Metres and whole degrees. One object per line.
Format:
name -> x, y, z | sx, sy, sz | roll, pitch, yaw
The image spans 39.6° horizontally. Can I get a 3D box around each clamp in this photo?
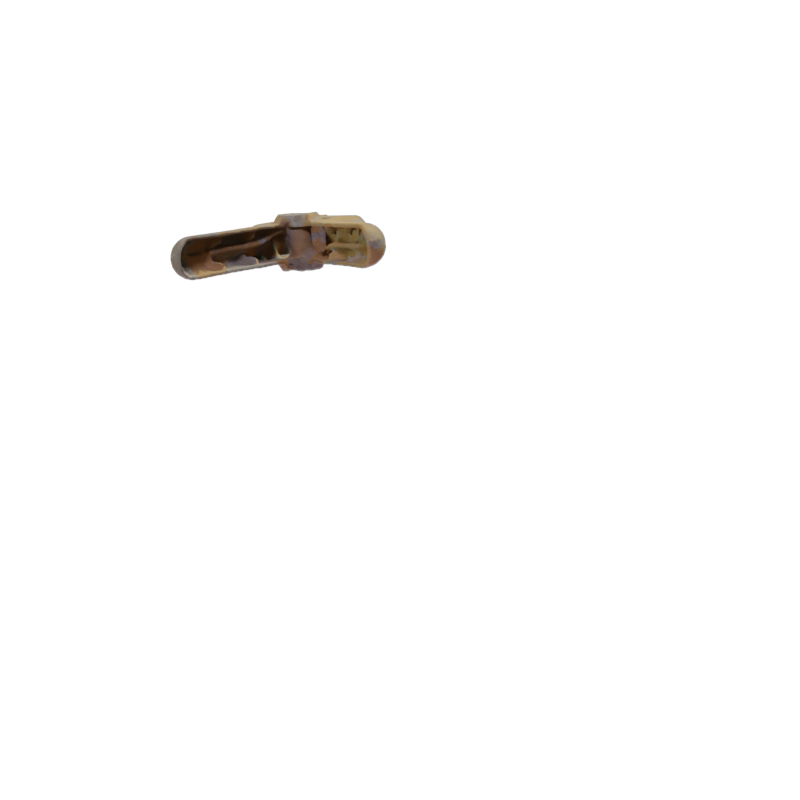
clamp -> -0.053, -0.097, 0.677 | 0.123, 0.038, 0.172 | 4, 16, 15
